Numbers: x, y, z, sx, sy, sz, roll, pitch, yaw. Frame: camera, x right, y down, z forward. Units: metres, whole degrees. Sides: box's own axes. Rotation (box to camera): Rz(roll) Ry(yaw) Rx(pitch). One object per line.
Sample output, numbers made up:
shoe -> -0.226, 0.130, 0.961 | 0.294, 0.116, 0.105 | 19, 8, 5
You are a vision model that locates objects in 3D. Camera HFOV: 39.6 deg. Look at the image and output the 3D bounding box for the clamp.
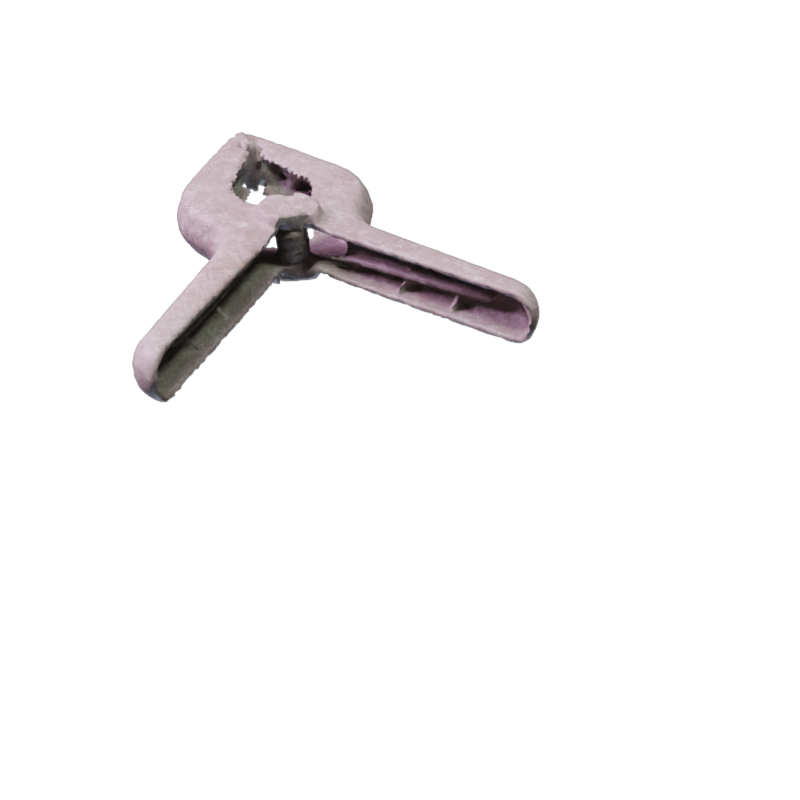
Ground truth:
clamp -> -0.040, -0.073, 0.512 | 0.163, 0.034, 0.225 | -6, 34, -9
